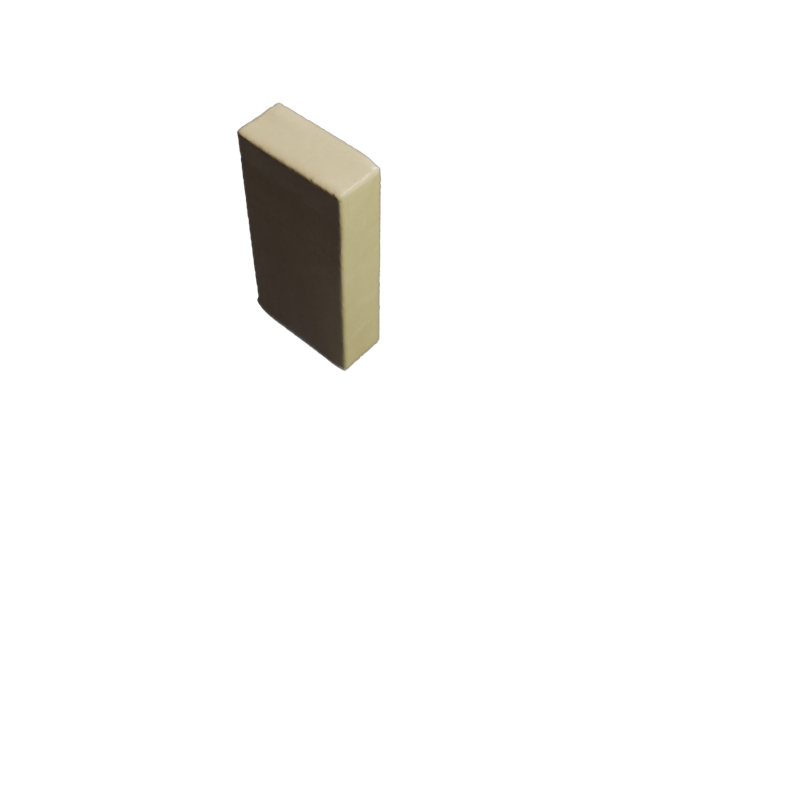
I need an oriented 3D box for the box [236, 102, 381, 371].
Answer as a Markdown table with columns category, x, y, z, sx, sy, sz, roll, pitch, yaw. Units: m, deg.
| category | x | y | z | sx | sy | sz | roll | pitch | yaw |
| --- | --- | --- | --- | --- | --- | --- | --- | --- | --- |
| box | -0.058 | -0.107 | 0.749 | 0.099 | 0.164 | 0.048 | 38 | 58 | 24 |
